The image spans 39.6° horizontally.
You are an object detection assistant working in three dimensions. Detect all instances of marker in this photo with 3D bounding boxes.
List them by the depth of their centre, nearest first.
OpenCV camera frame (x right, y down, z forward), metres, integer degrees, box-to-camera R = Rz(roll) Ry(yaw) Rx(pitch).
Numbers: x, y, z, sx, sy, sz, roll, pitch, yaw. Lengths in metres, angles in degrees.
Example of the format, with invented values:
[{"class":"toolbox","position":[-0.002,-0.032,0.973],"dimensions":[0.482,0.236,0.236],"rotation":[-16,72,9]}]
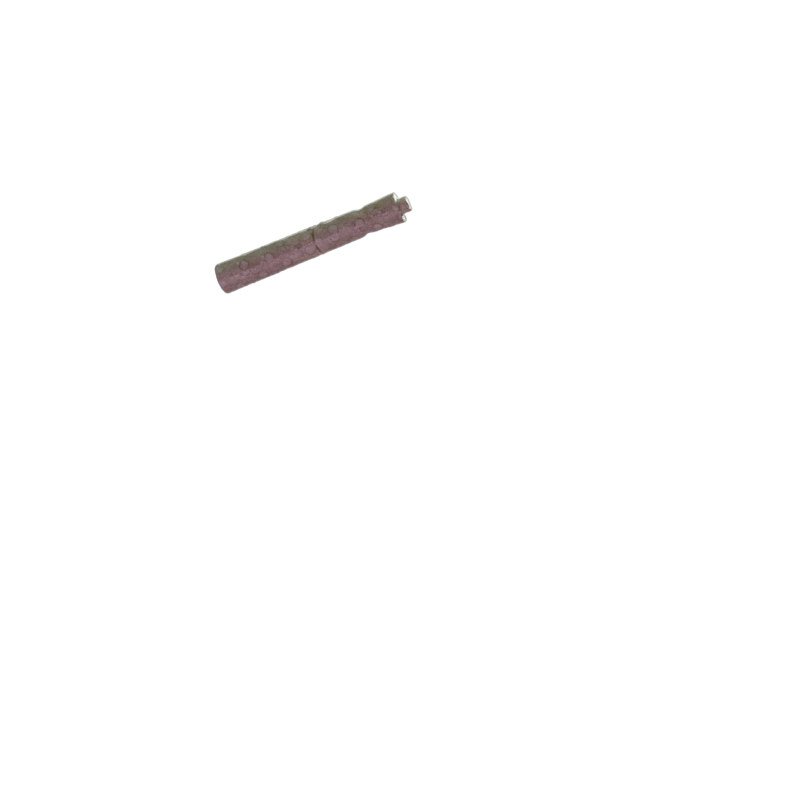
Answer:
[{"class":"marker","position":[-0.050,-0.092,0.644],"dimensions":[0.121,0.020,0.020],"rotation":[-20,0,13]}]
